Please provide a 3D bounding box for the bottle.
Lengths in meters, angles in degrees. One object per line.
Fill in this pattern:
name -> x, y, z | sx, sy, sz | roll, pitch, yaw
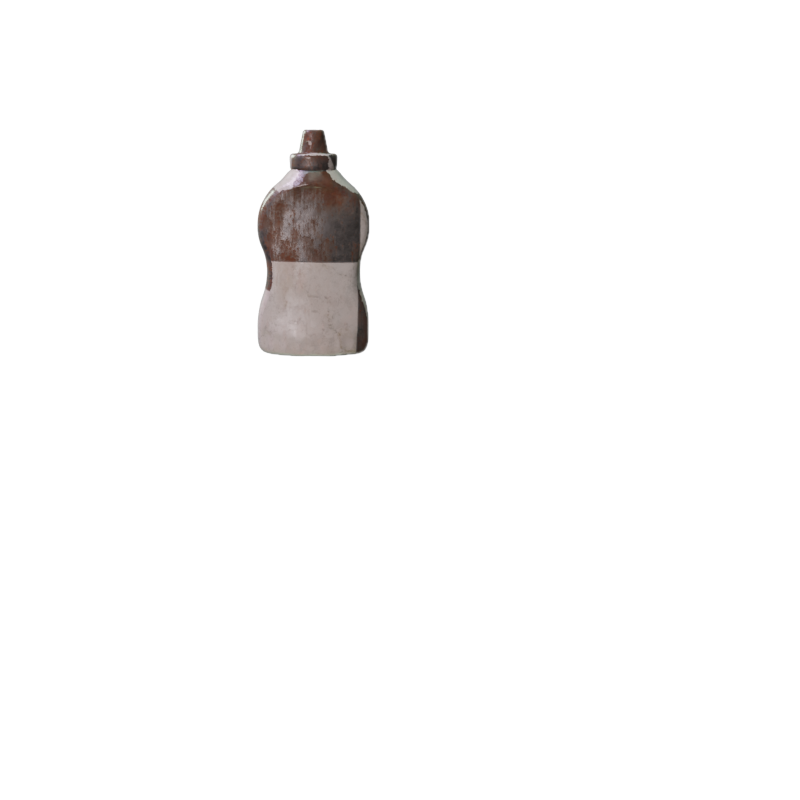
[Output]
bottle -> -0.075, -0.136, 0.955 | 0.096, 0.188, 0.059 | 1, 7, 1
